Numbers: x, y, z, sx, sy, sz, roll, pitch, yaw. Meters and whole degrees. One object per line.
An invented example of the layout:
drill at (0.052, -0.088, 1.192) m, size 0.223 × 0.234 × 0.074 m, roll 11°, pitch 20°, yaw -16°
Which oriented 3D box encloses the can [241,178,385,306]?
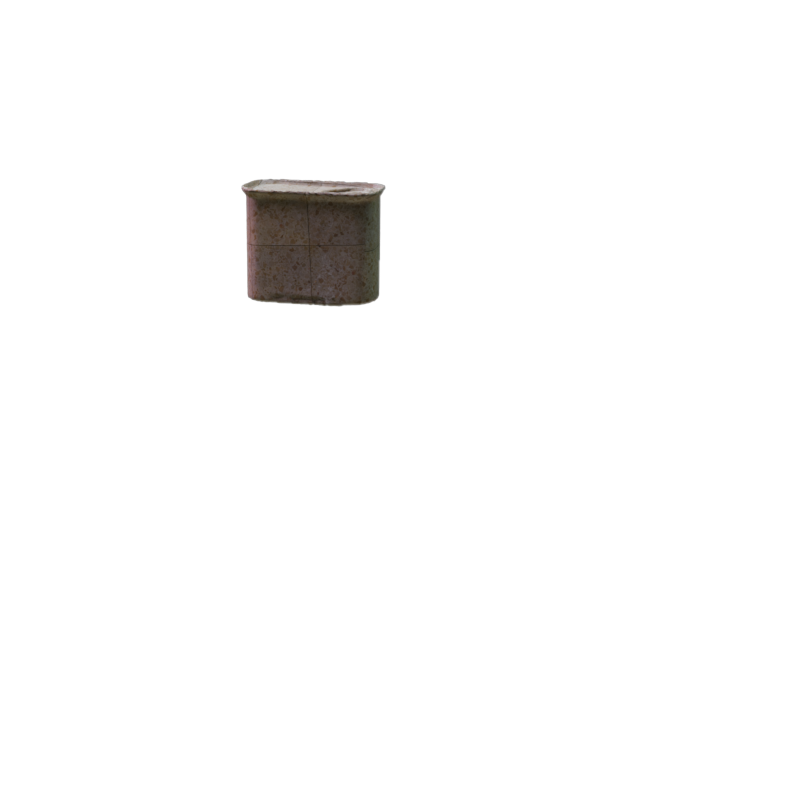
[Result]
can at (-0.063, -0.116, 0.812) m, size 0.104 × 0.081 × 0.058 m, roll 4°, pitch 14°, yaw 13°
